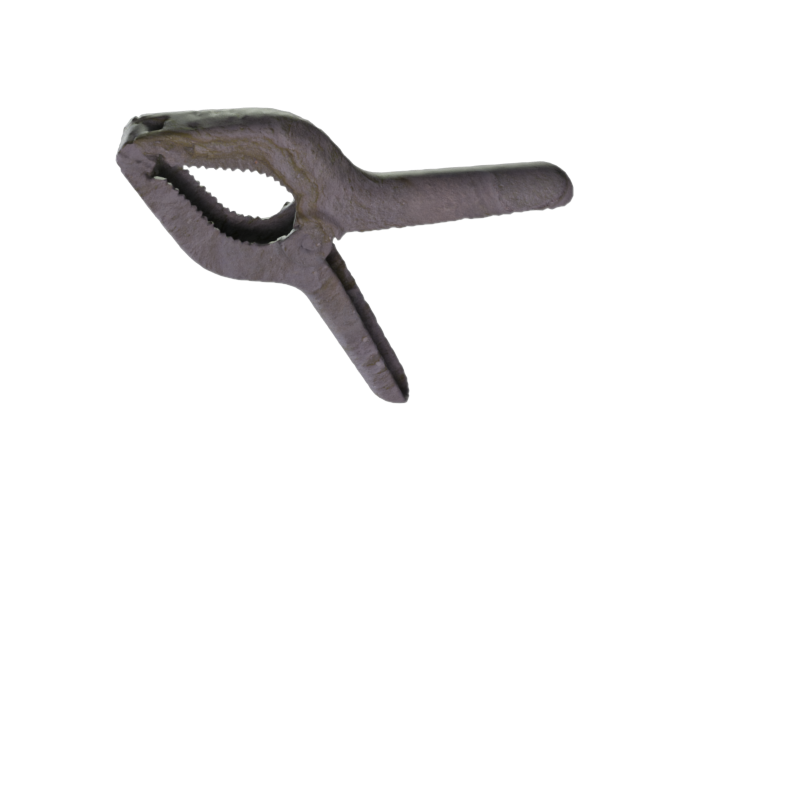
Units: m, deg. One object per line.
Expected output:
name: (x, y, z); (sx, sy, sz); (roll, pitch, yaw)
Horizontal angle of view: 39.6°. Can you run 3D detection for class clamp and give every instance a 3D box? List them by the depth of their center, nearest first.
clamp: (-0.043, -0.079, 0.551); (0.205, 0.158, 0.039); (18, 36, -14)
